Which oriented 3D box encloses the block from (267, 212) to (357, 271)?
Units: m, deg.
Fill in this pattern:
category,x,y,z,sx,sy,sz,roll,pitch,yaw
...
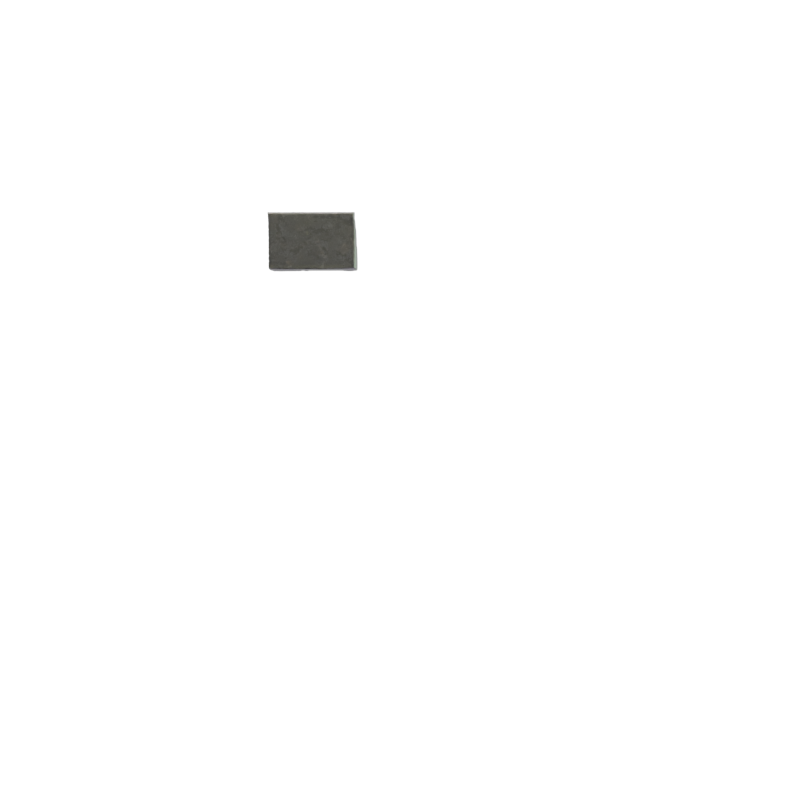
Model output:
category,x,y,z,sx,sy,sz,roll,pitch,yaw
block,-0.077,-0.141,0.985,0.078,0.051,0.053,0,1,1
